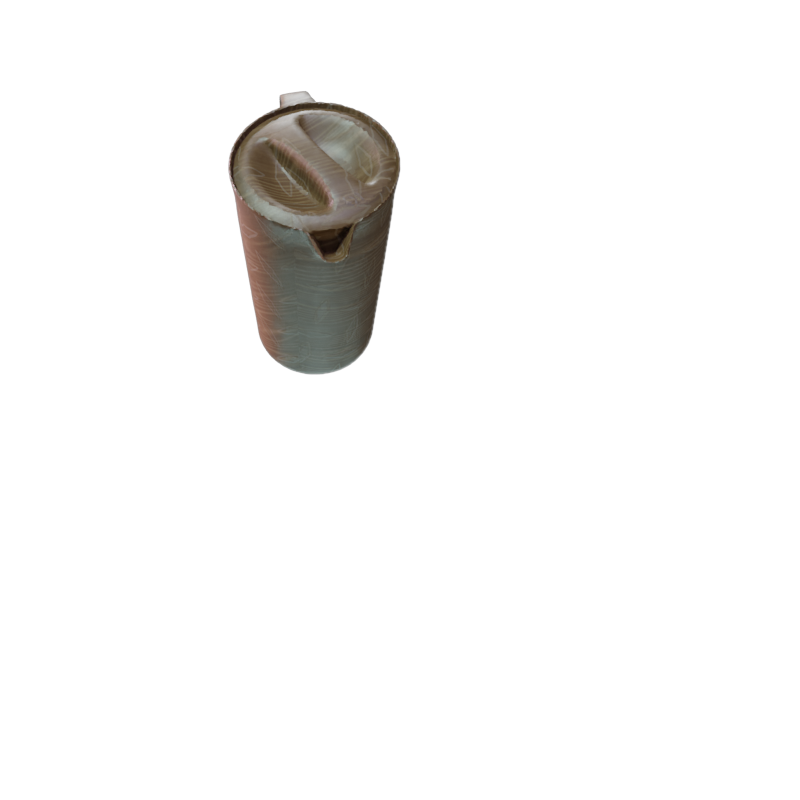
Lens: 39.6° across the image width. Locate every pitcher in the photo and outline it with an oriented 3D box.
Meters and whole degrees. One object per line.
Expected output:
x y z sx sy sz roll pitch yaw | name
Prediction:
-0.075 -0.136 0.953 0.150 0.153 0.227 28 -30 14 | pitcher
